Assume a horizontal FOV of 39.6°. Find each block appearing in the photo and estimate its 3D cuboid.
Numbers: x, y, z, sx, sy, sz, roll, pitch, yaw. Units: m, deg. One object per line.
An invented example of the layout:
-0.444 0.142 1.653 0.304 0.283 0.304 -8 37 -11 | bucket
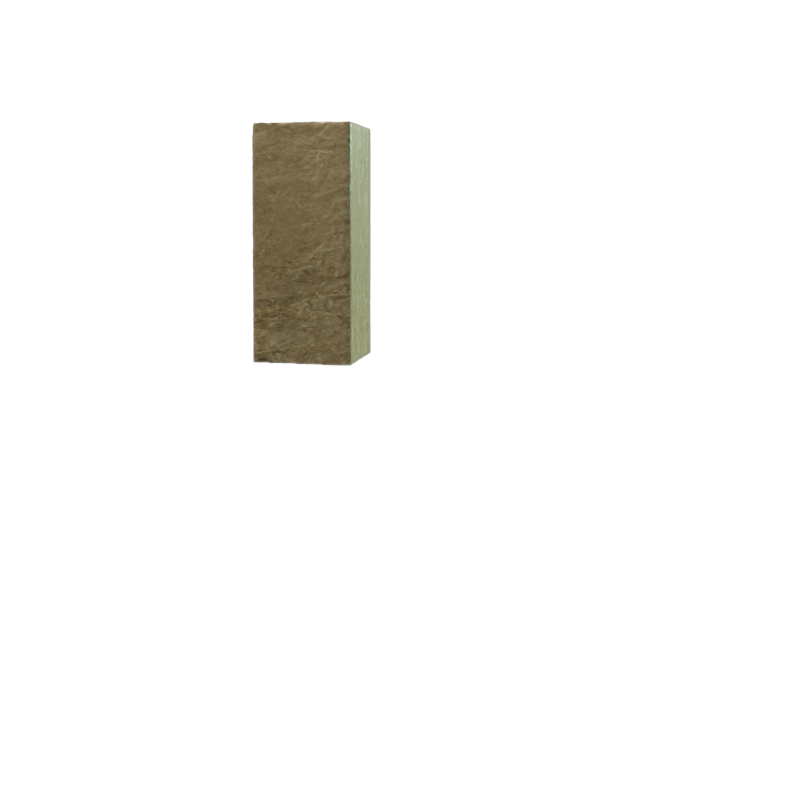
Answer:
-0.078 -0.141 0.985 0.092 0.205 0.090 1 3 11 | block
